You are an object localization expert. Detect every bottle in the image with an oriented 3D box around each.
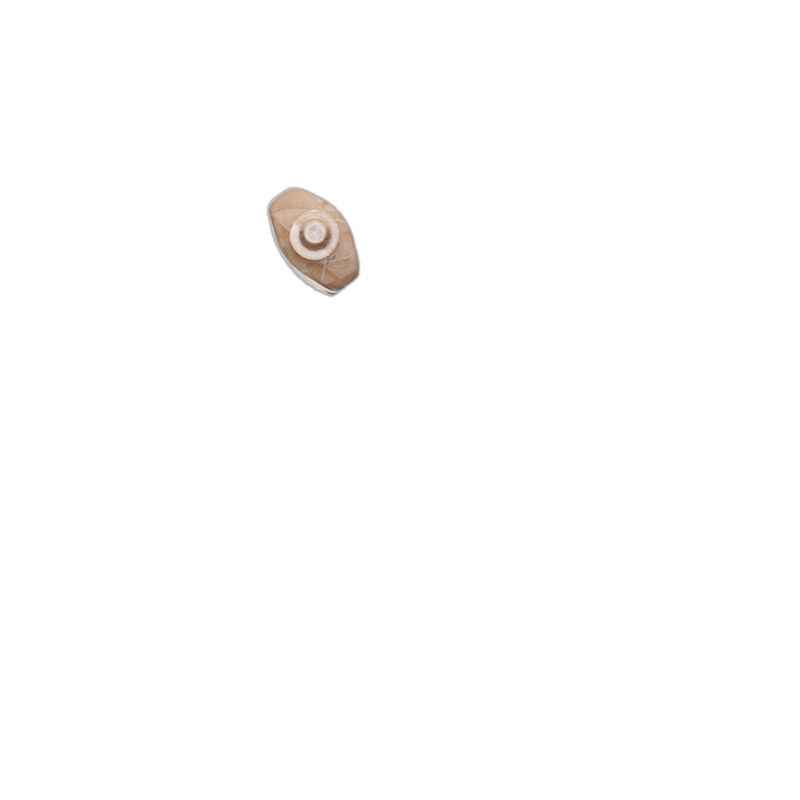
[{"bbox_3d":[-0.074,-0.136,0.953,0.058,0.096,0.192,-36,4,-1],"label":"bottle"}]
